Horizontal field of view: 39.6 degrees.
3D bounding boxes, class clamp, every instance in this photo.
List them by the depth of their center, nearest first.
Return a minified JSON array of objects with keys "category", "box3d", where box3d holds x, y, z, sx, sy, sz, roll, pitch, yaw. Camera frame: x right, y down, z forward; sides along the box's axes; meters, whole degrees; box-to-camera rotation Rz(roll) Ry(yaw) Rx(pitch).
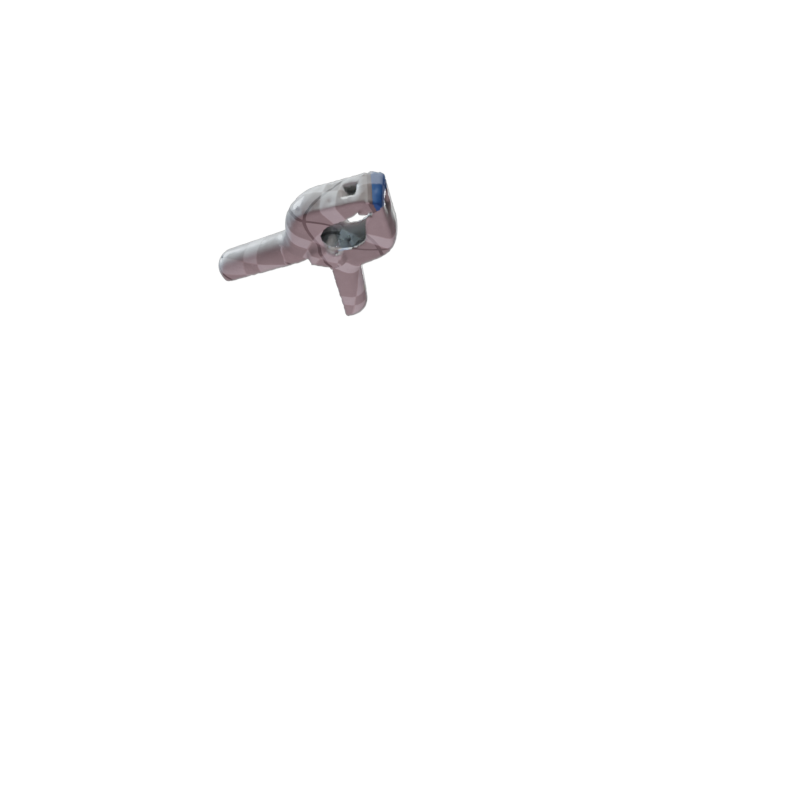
[{"category":"clamp","box3d":[-0.063,-0.115,0.803,0.118,0.042,0.165,7,-27,-15]}]
